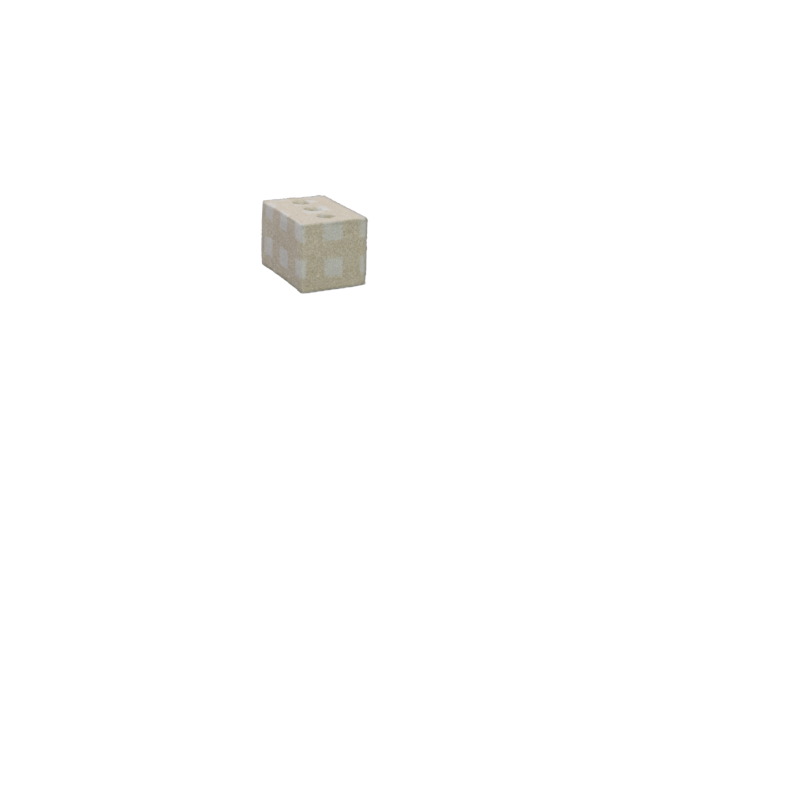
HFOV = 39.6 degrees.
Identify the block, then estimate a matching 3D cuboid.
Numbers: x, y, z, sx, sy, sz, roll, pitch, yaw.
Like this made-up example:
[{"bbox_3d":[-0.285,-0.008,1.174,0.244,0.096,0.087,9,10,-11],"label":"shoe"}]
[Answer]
[{"bbox_3d":[-0.063,-0.115,0.806,0.052,0.049,0.083,-9,23,-25],"label":"block"}]
